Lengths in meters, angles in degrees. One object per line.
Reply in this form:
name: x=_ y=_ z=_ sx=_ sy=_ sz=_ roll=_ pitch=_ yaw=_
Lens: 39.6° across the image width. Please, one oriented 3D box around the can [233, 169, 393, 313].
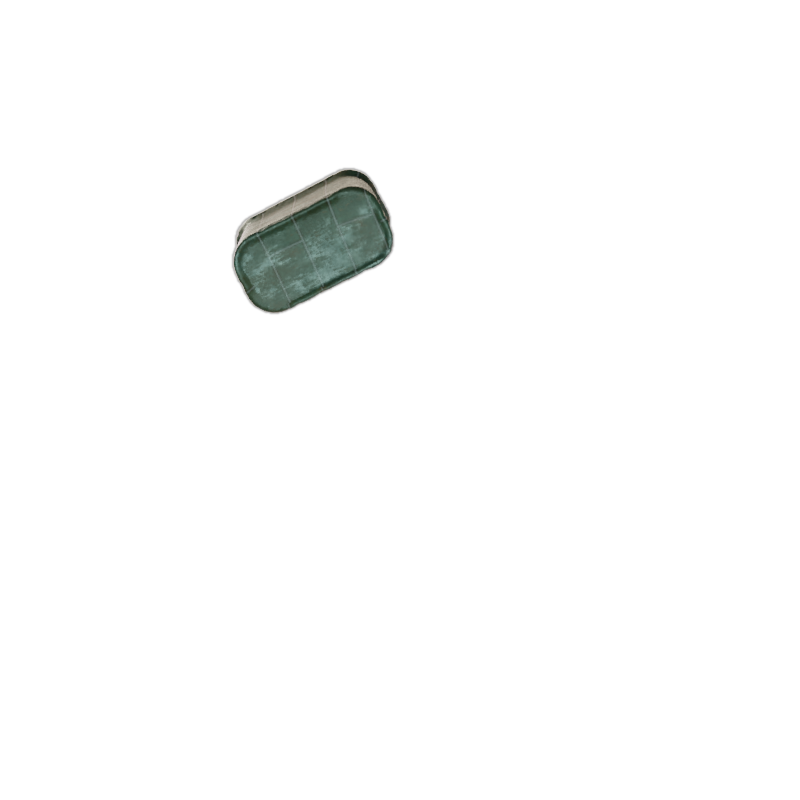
can: x=-0.055 y=-0.100 z=0.701 sx=0.102 sy=0.056 sz=0.086 roll=-27 pitch=14 yaw=4
